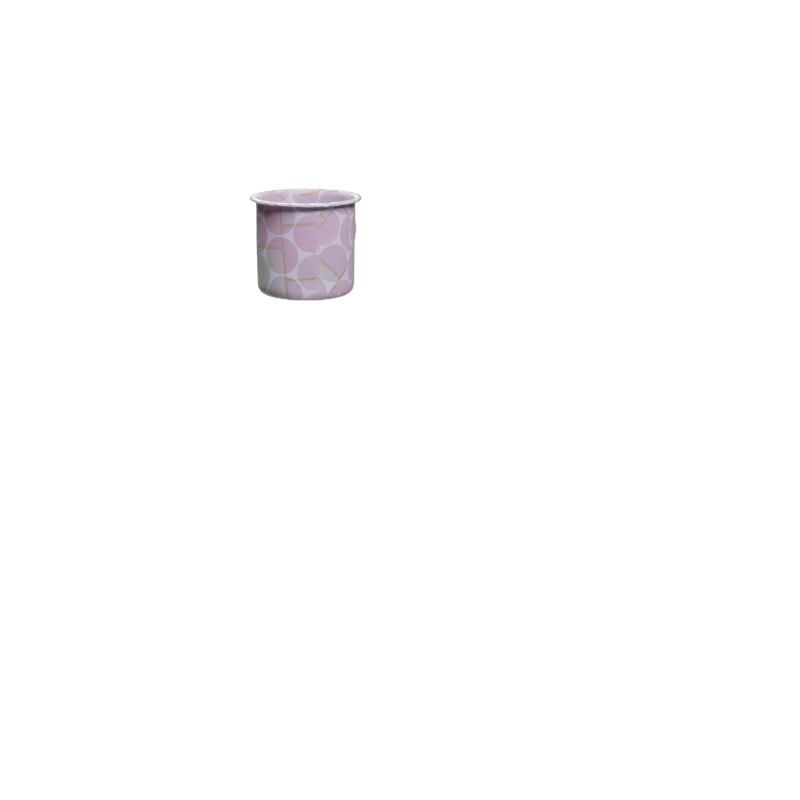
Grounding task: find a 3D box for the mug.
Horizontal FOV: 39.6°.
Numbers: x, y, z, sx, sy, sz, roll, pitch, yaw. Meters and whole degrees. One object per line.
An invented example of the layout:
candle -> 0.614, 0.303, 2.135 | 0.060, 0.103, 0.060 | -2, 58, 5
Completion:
mug -> -0.073, -0.134, 0.937 | 0.097, 0.079, 0.116 | 9, 18, 28
